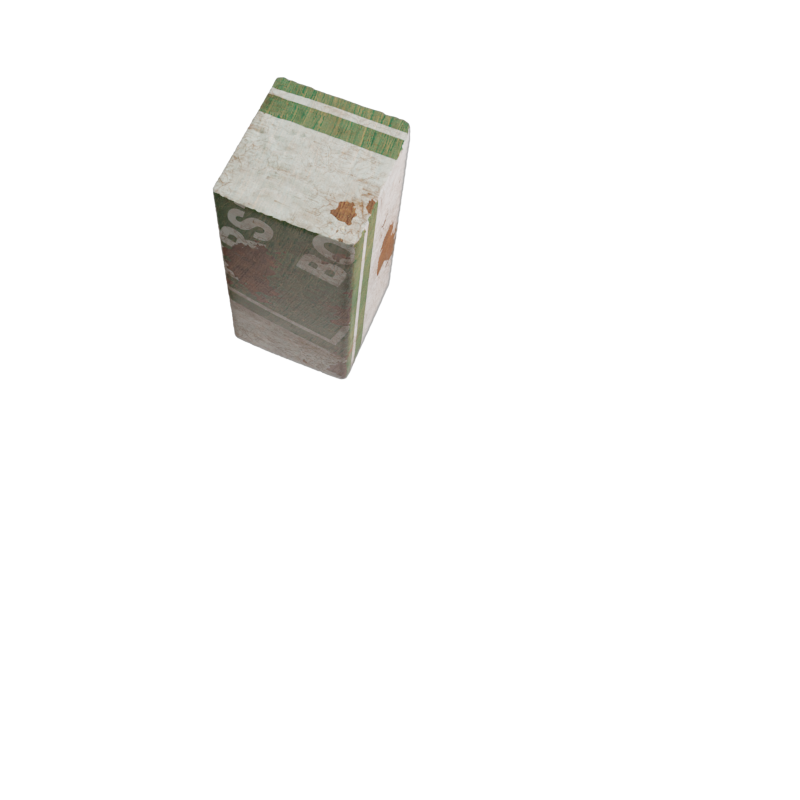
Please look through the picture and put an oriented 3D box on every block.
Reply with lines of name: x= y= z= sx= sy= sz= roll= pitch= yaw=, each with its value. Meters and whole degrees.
block: x=-0.056 y=-0.103 z=0.722 sx=0.092 sy=0.094 sz=0.195 roll=22 pitch=-22 yaw=6
